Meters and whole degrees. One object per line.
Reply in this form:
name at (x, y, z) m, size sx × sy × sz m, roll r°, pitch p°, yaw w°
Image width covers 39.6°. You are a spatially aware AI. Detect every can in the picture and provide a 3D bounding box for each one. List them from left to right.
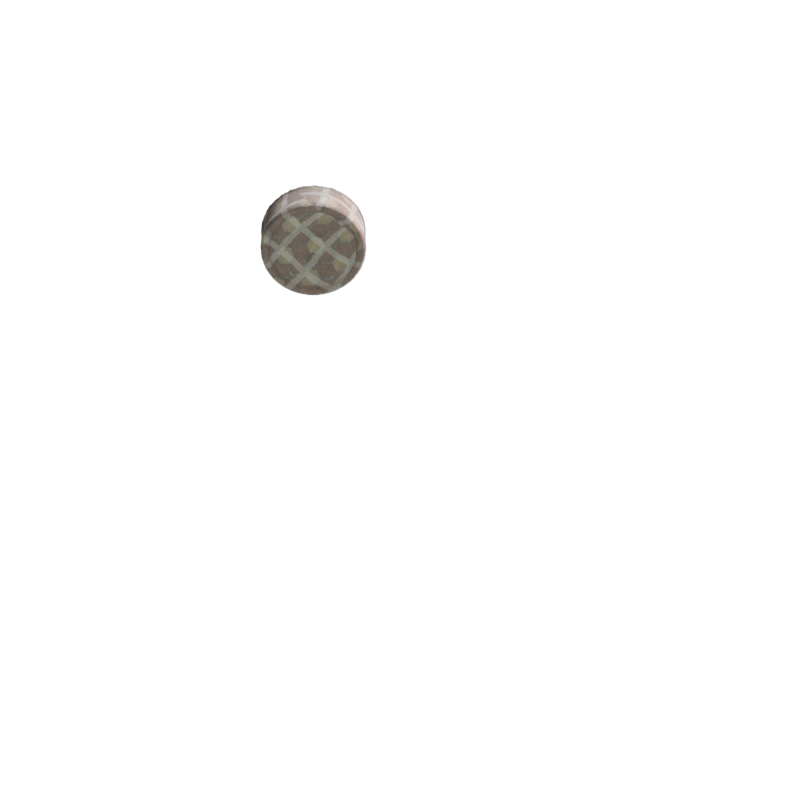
can at (-0.070, -0.128, 0.895) m, size 0.086 × 0.081 × 0.036 m, roll 1°, pitch 33°, yaw -1°
